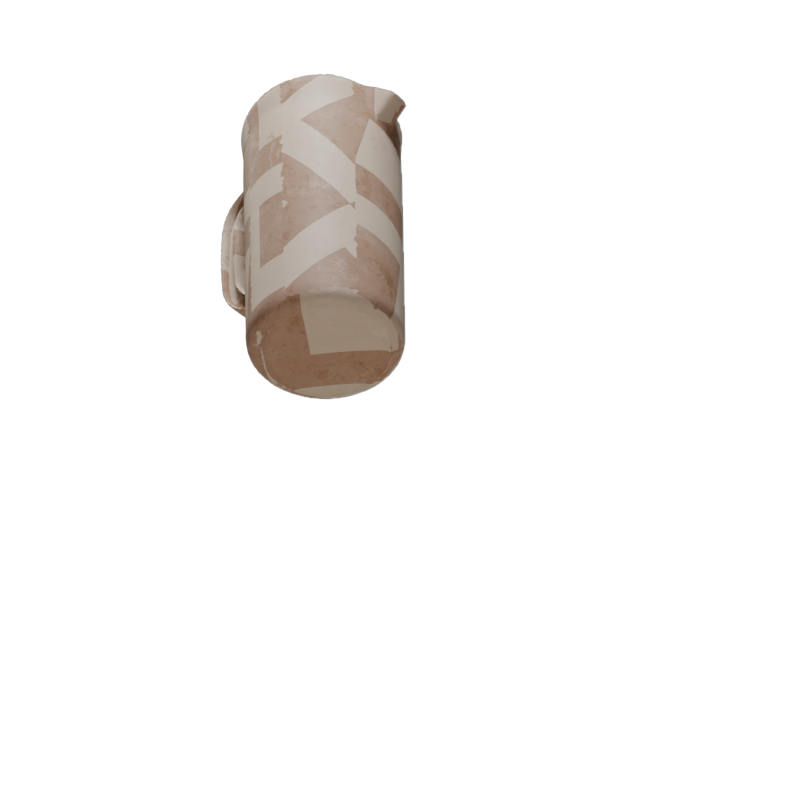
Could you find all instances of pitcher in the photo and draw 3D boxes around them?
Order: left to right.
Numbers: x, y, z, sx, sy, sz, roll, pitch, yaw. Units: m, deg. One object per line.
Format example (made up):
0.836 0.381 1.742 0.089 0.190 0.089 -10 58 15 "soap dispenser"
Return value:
-0.065 -0.119 0.834 0.144 0.261 0.139 2 -44 -5 "pitcher"
